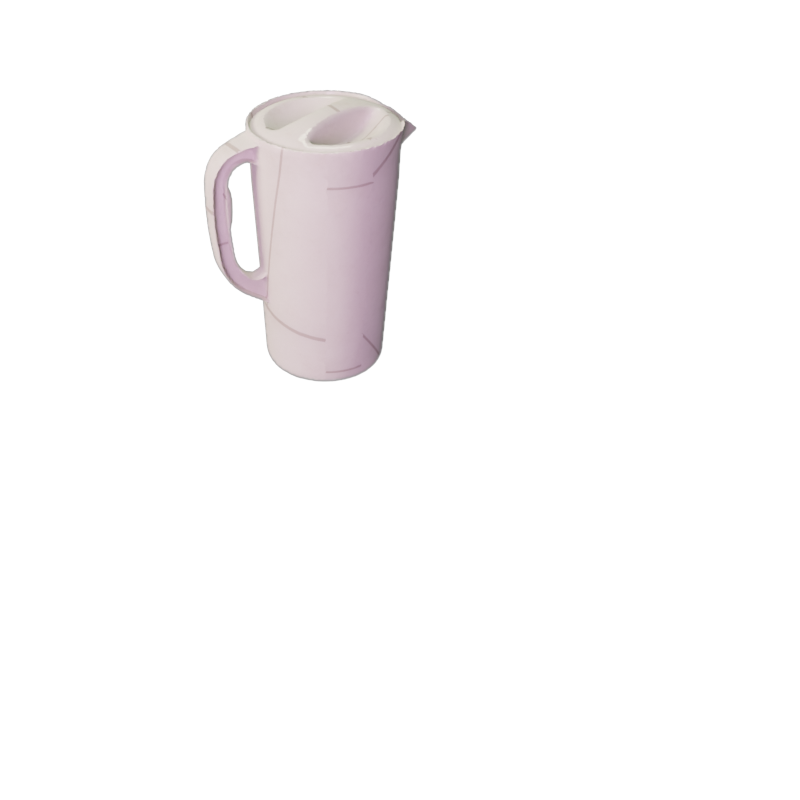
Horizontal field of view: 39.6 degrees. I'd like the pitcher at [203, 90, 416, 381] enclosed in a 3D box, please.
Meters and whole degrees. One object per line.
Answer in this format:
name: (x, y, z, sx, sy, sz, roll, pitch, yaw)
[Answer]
pitcher: (-0.076, -0.139, 0.974, 0.153, 0.228, 0.150, 11, 33, 15)
